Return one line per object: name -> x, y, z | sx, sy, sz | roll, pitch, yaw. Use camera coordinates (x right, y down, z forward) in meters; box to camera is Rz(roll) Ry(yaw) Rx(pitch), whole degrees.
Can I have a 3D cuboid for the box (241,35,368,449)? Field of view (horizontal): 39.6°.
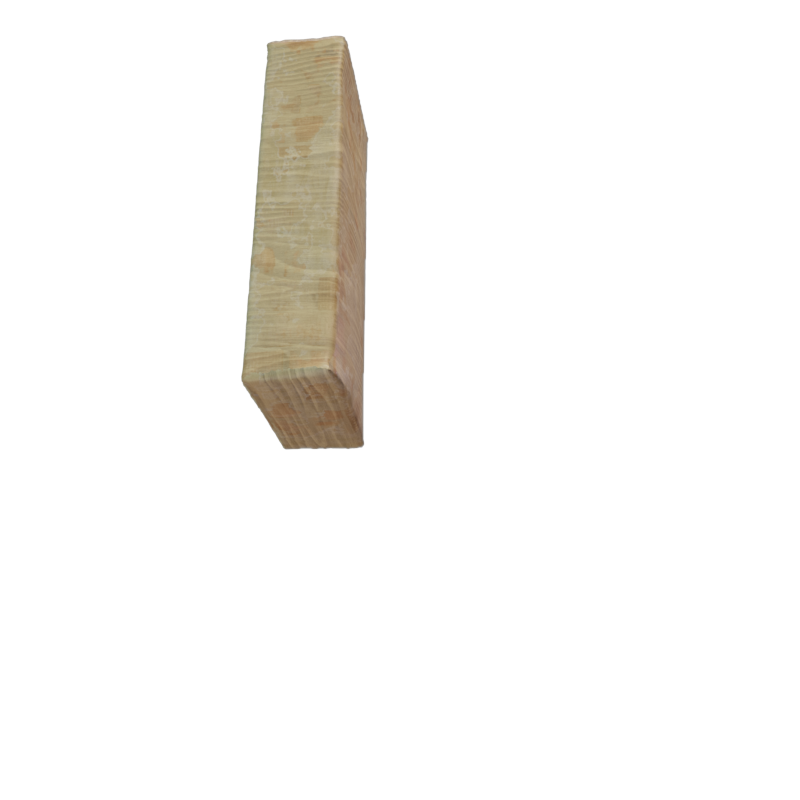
box -> -0.042, -0.075, 0.529 | 0.048, 0.187, 0.087 | -5, -27, 5
